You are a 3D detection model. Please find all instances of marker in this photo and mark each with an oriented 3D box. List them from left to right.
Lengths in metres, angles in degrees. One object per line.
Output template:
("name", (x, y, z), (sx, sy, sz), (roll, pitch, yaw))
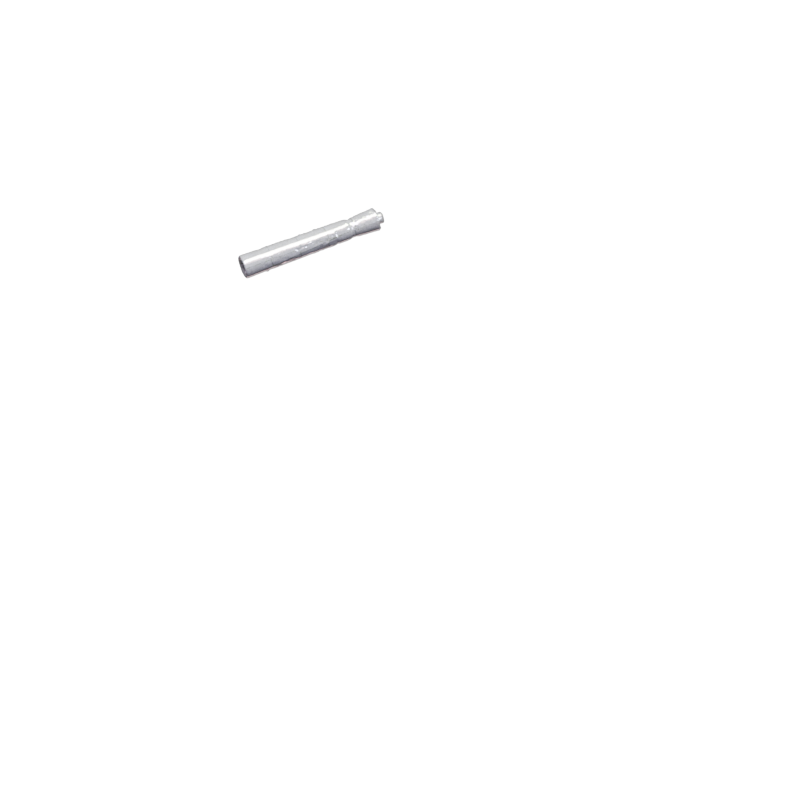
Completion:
("marker", (-0.069, -0.125, 0.875), (0.120, 0.019, 0.020), (-22, 10, -14))
